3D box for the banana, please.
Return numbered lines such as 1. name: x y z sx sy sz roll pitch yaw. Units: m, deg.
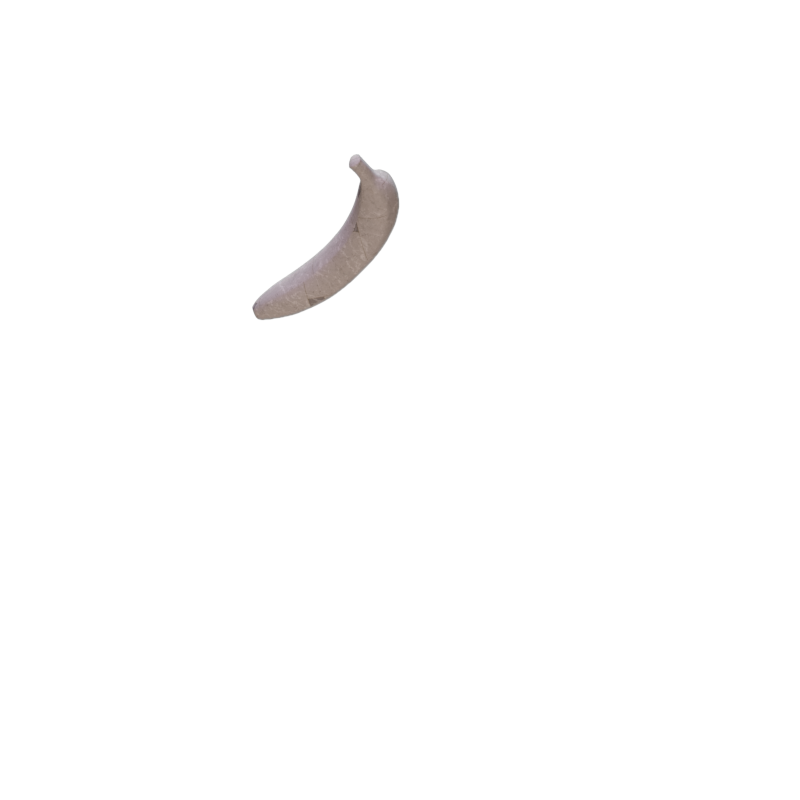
1. banana: -0.053 -0.126 0.905 0.067 0.039 0.191 20 -47 -21
